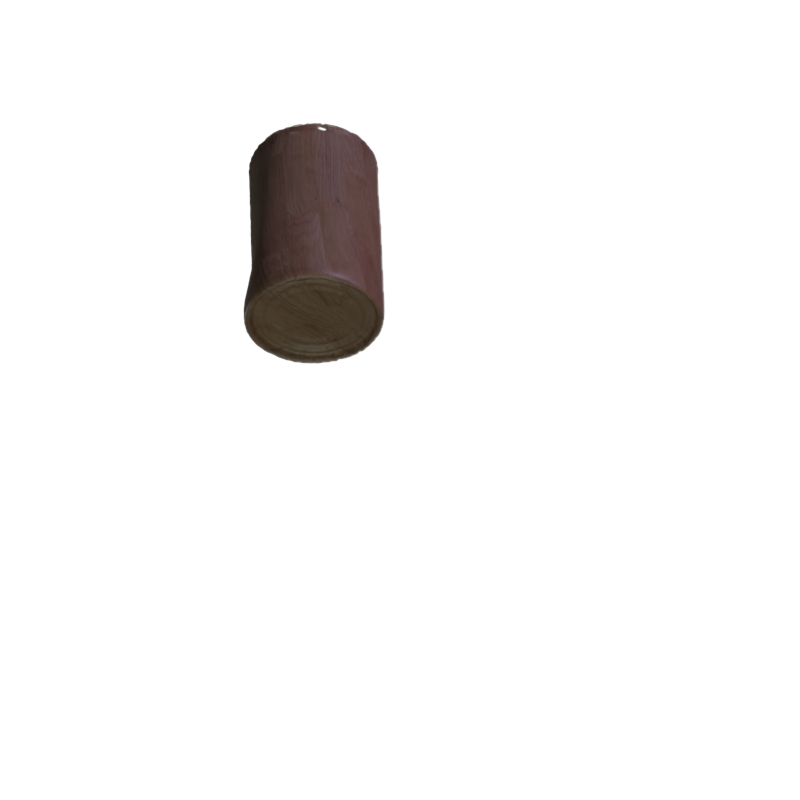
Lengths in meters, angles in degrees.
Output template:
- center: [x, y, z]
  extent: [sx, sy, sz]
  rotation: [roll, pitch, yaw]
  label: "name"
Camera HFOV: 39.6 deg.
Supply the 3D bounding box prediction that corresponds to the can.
- center: [-0.043, -0.078, 0.548]
  extent: [0.068, 0.110, 0.064]
  rotation: [-1, -39, -3]
  label: "can"
